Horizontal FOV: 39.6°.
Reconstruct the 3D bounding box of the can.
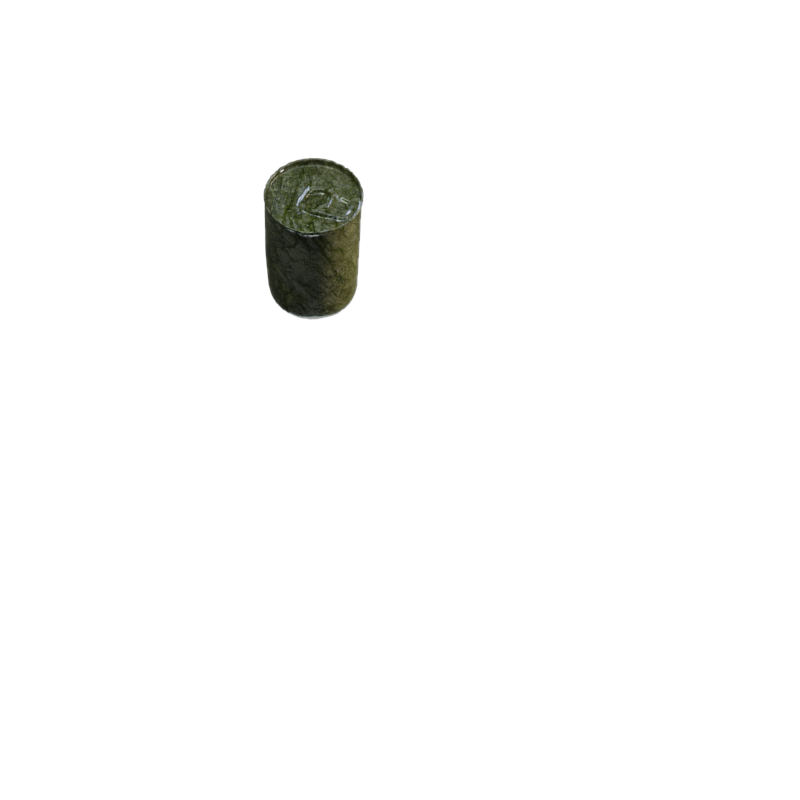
[{"bbox_3d":[-0.062,-0.113,0.788,0.068,0.073,0.095,0,-35,-3],"label":"can"}]
